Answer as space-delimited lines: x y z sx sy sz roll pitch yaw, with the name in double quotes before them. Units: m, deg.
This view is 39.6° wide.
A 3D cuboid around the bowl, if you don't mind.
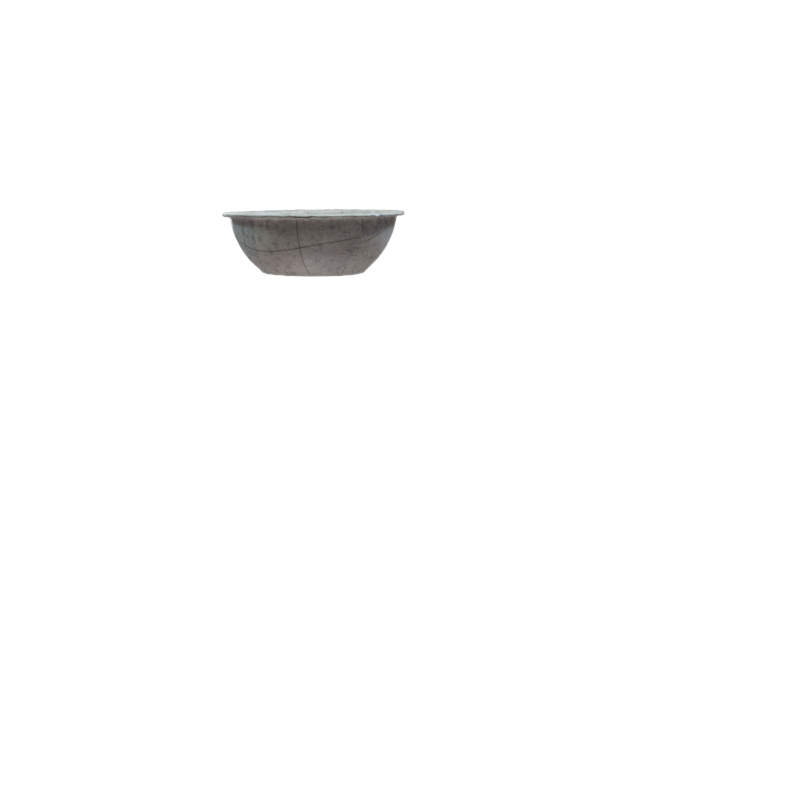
"bowl" -0.077 -0.140 0.982 0.162 0.054 0.165 0 10 -2
